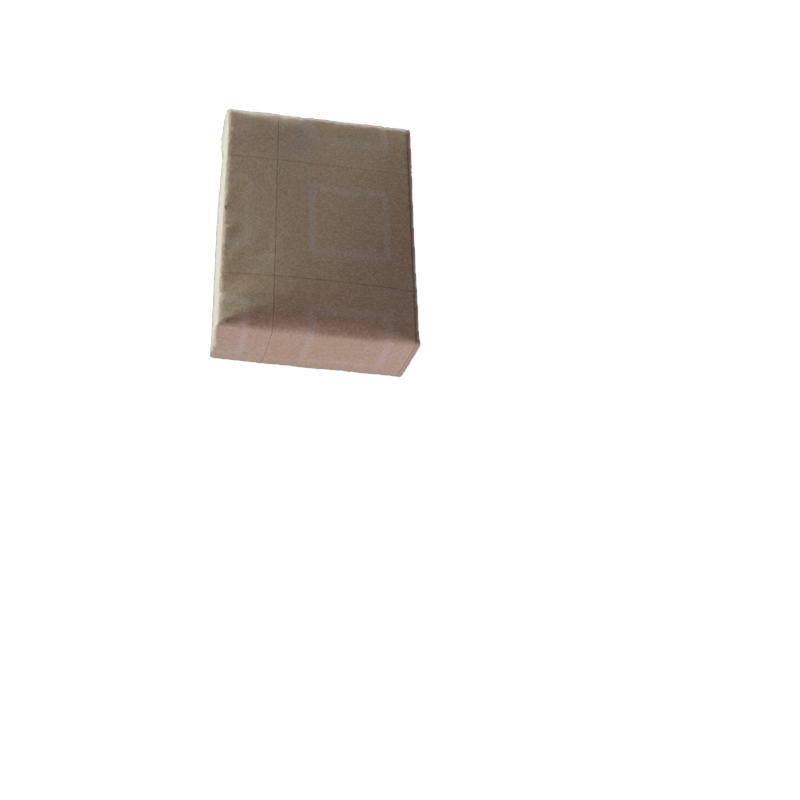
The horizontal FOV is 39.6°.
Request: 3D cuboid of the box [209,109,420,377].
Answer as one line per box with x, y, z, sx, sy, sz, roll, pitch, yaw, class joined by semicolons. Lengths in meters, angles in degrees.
-0.073;-0.133;0.934;0.162;0.228;0.068;4;-30;-10;box
